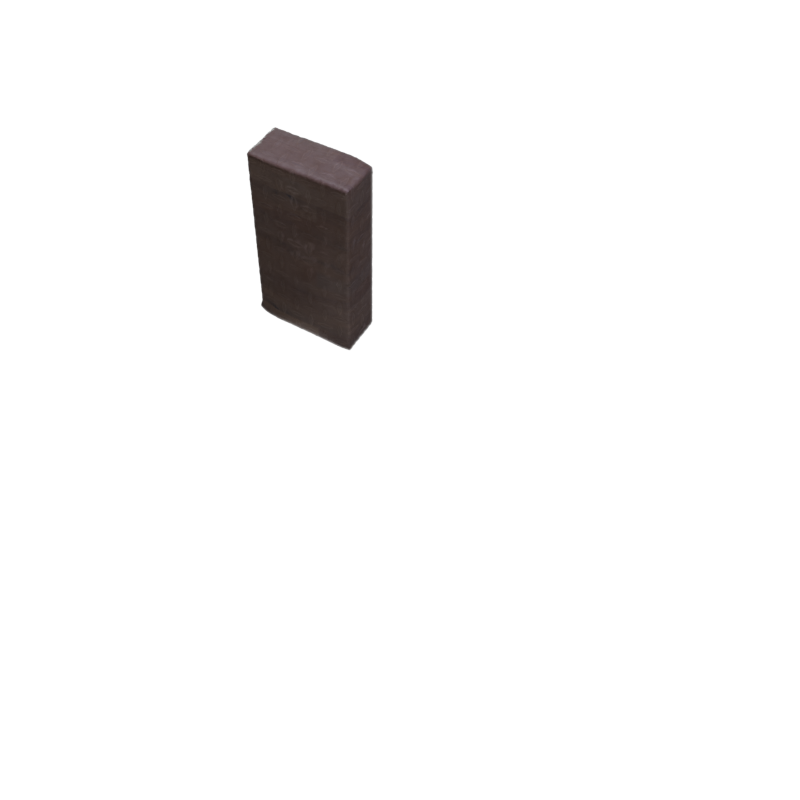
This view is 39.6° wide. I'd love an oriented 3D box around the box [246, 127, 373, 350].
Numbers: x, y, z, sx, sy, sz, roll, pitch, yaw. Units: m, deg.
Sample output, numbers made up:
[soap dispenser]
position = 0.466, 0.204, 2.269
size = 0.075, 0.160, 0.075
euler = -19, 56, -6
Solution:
[box]
position = -0.069, -0.127, 0.890
size = 0.098, 0.164, 0.049
euler = 26, 50, 20
